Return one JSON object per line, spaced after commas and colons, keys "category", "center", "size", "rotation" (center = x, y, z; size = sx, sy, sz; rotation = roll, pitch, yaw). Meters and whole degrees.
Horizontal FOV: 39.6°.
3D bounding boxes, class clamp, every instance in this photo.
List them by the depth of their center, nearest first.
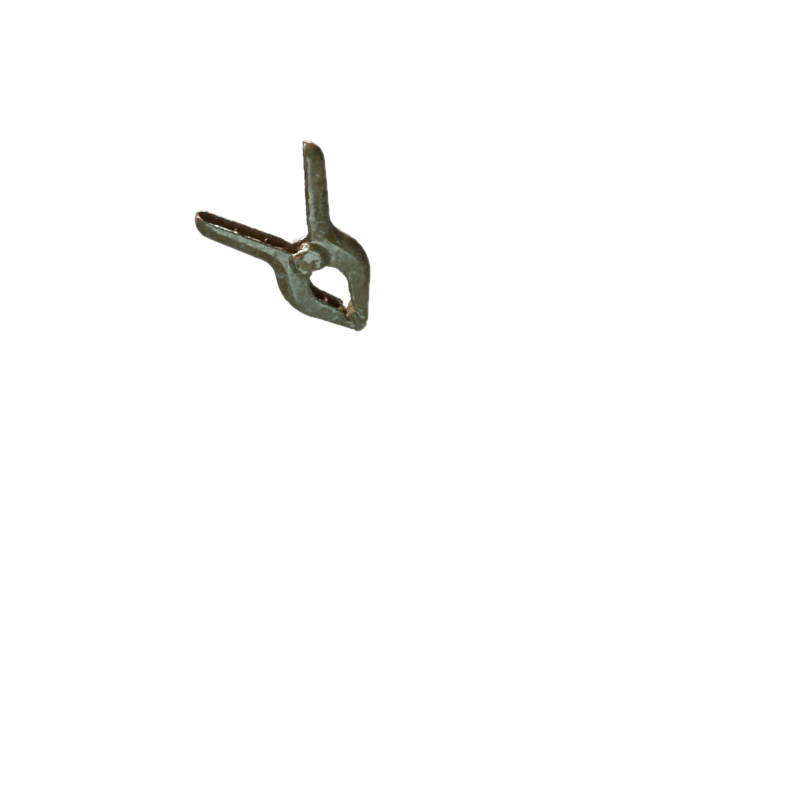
{"category": "clamp", "center": [-0.072, -0.131, 0.919], "size": [0.119, 0.162, 0.042], "rotation": [-37, 27, 22]}
